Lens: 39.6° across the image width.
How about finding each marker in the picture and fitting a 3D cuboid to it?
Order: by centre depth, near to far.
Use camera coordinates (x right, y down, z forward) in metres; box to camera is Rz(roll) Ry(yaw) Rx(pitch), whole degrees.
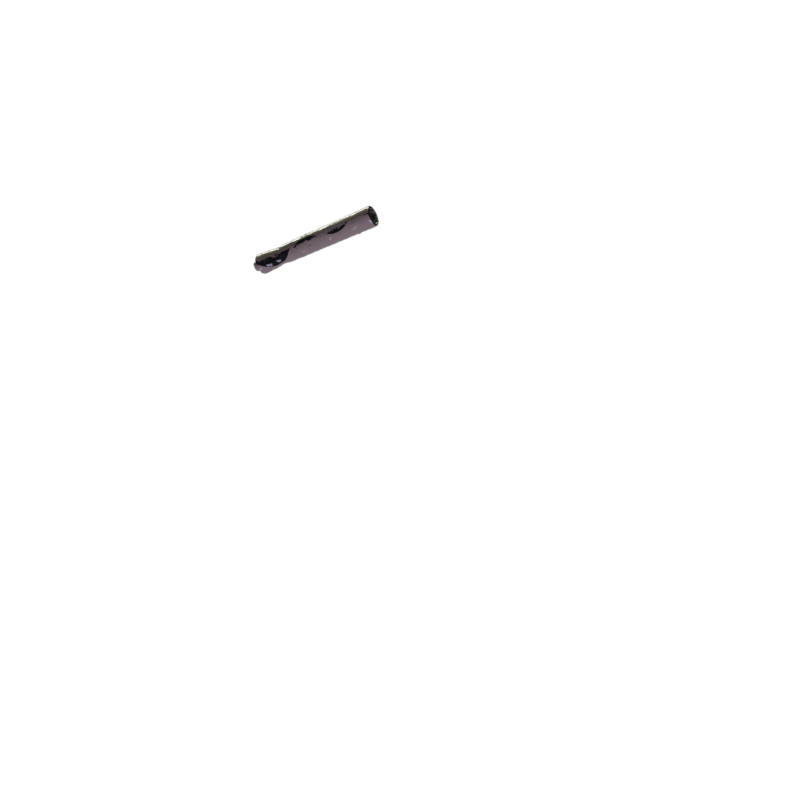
[{"bbox_3d":[-0.075,-0.136,0.951,0.122,0.020,0.019,-19,-5,25],"label":"marker"}]
